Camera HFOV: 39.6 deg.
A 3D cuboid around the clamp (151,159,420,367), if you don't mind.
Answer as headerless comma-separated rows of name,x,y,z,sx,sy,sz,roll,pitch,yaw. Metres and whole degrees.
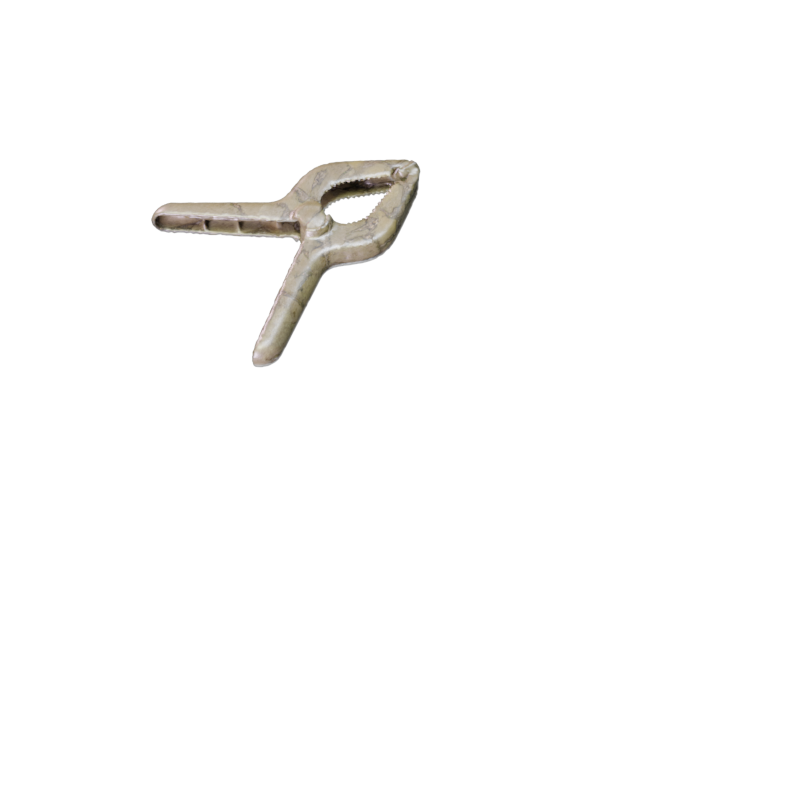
clamp,-0.067,-0.123,0.860,0.209,0.176,0.034,-24,-29,-15
